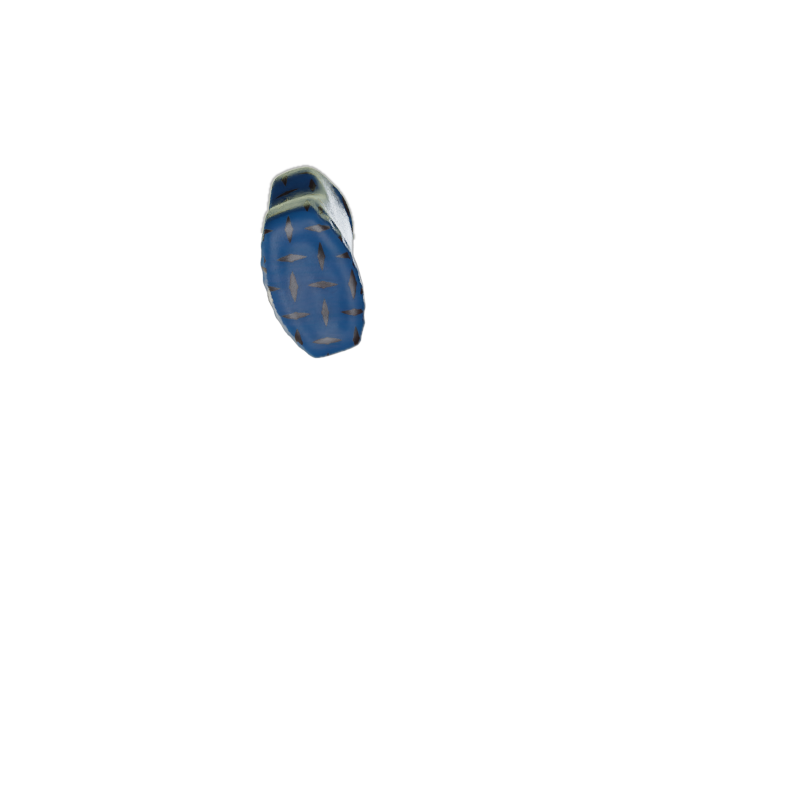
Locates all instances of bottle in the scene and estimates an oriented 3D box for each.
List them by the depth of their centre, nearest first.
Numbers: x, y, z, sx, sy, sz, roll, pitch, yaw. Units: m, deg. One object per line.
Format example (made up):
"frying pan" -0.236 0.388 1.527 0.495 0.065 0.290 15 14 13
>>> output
"bottle" -0.059 -0.108 0.754 0.058 0.091 0.201 -20 23 5
